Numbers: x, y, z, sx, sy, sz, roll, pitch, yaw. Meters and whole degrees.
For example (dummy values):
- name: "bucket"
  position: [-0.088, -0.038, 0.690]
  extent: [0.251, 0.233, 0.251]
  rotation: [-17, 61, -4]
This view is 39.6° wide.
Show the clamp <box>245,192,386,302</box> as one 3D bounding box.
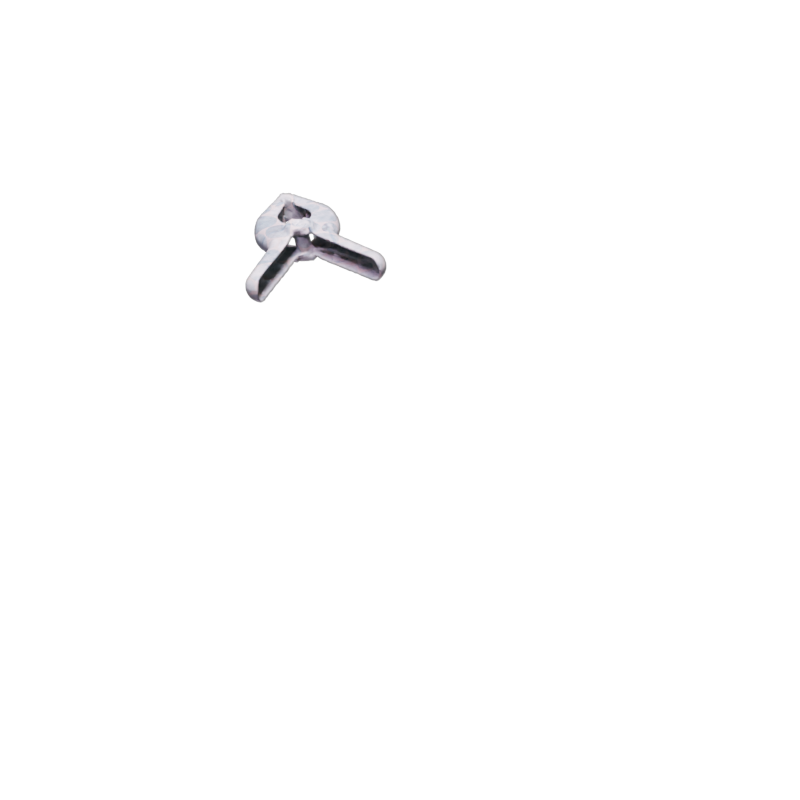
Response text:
- name: "clamp"
  position: [-0.078, -0.143, 0.999]
  extent: [0.120, 0.037, 0.183]
  rotation: [-3, 35, -4]
